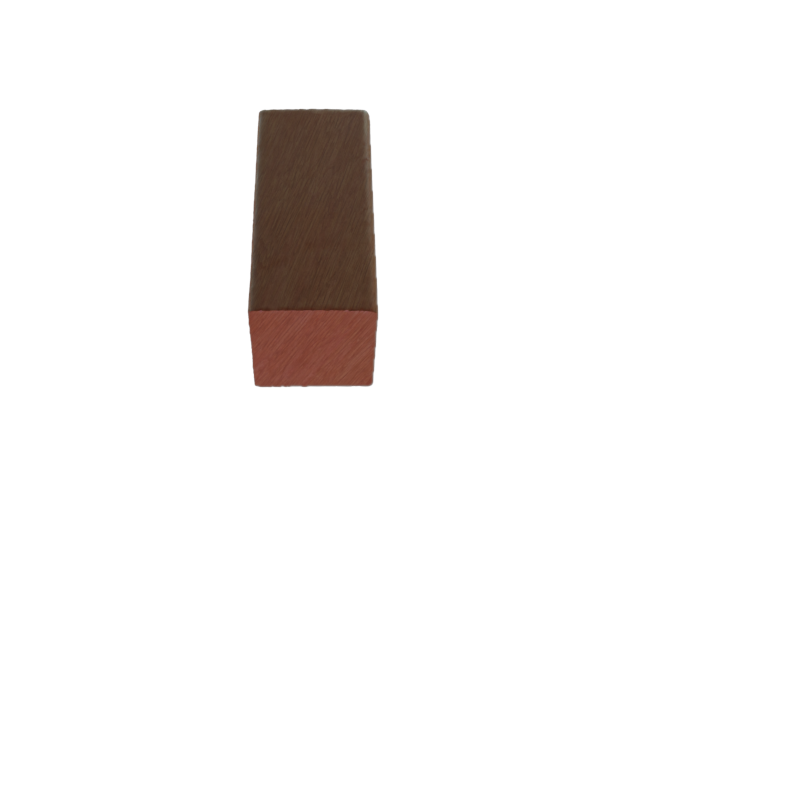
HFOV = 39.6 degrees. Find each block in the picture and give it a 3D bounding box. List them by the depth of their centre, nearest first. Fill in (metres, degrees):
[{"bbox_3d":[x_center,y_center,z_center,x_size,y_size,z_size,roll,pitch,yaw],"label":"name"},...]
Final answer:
[{"bbox_3d":[-0.066,-0.121,0.847,0.090,0.221,0.085,-1,-39,-3],"label":"block"}]
